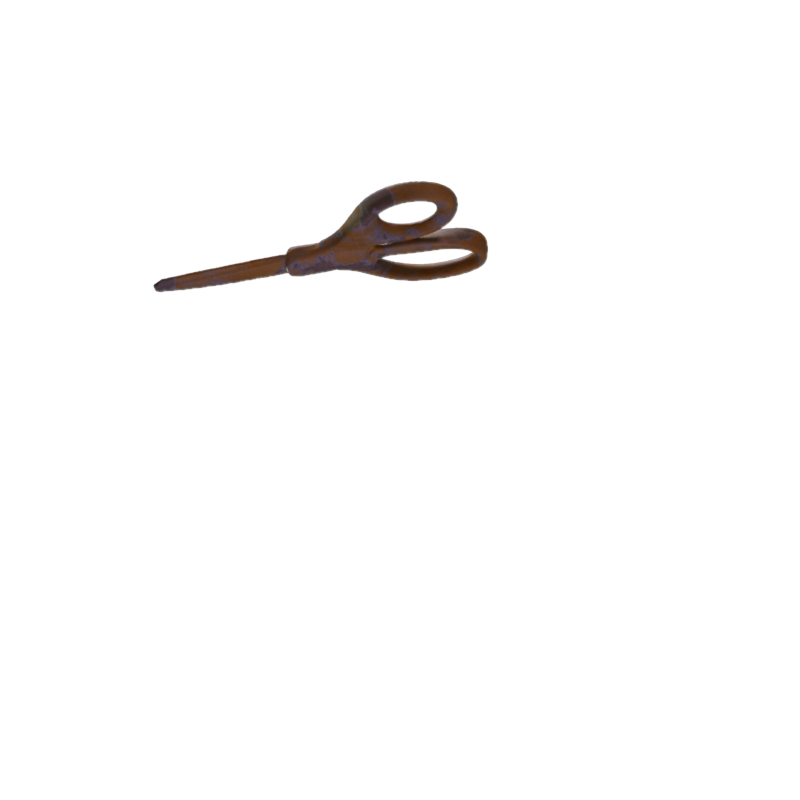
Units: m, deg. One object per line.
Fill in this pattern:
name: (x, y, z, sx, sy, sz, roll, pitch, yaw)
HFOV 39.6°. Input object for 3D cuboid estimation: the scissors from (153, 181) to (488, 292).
scissors: (-0.050, -0.091, 0.638, 0.202, 0.017, 0.090, -1, -28, 2)
